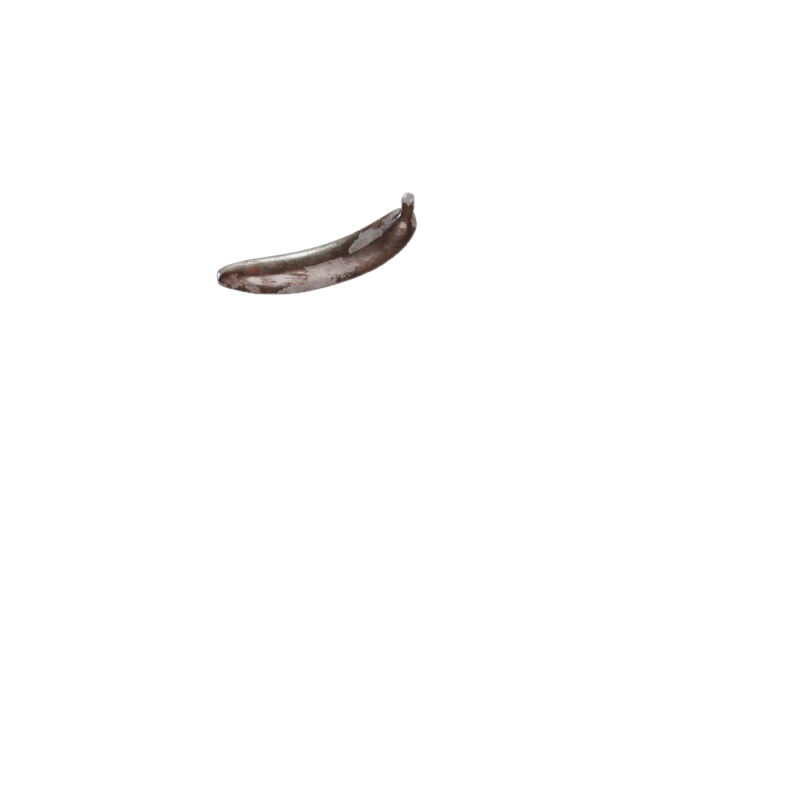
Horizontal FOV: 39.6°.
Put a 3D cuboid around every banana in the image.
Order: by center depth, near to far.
[{"bbox_3d":[-0.062,-0.128,0.962,0.199,0.039,0.064,-20,-44,22],"label":"banana"}]
